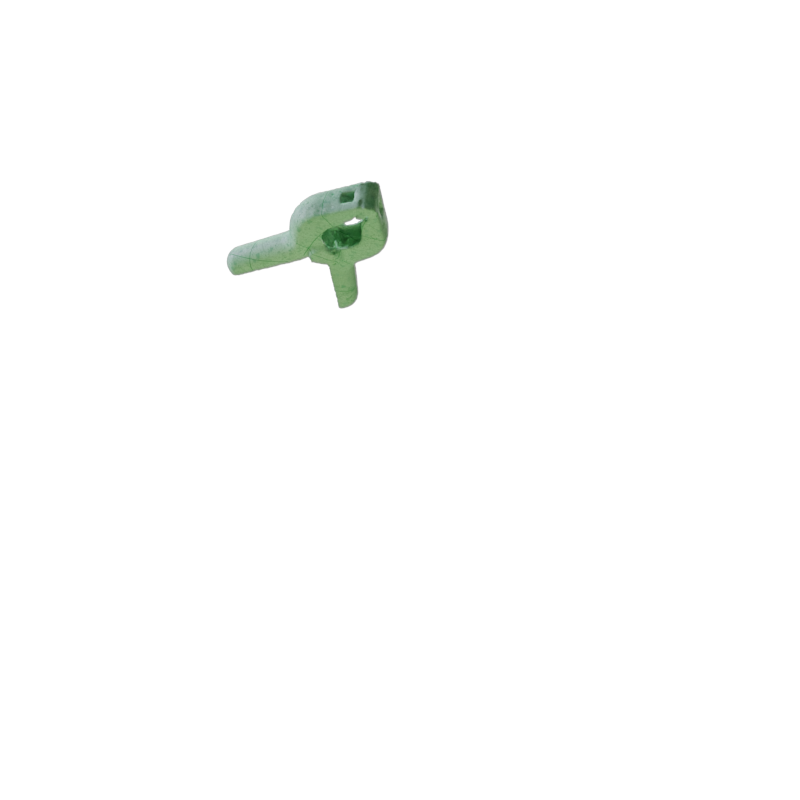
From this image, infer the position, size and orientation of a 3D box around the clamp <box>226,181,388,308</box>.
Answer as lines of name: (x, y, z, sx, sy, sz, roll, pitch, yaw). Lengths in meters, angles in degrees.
clamp: (-0.071, -0.130, 0.907, 0.117, 0.042, 0.165, 8, -27, -17)
